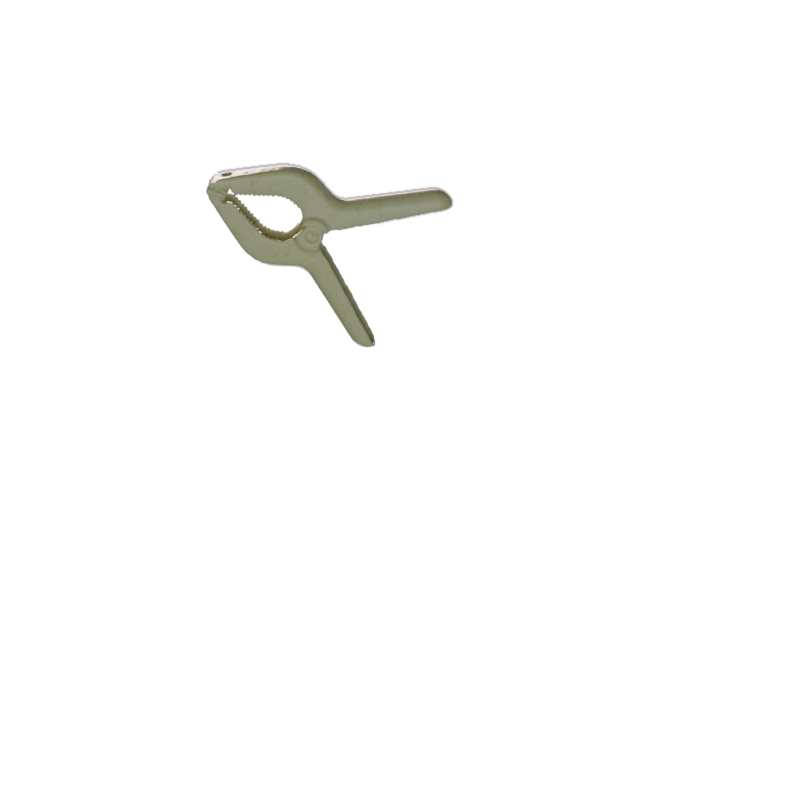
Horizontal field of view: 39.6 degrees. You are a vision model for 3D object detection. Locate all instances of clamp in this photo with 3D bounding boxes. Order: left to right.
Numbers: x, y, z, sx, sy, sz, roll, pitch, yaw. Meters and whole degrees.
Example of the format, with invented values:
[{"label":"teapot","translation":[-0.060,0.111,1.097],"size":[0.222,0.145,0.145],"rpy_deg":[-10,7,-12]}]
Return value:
[{"label":"clamp","translation":[-0.078,-0.142,0.994],"size":[0.207,0.159,0.038],"rpy_deg":[18,20,-7]}]
